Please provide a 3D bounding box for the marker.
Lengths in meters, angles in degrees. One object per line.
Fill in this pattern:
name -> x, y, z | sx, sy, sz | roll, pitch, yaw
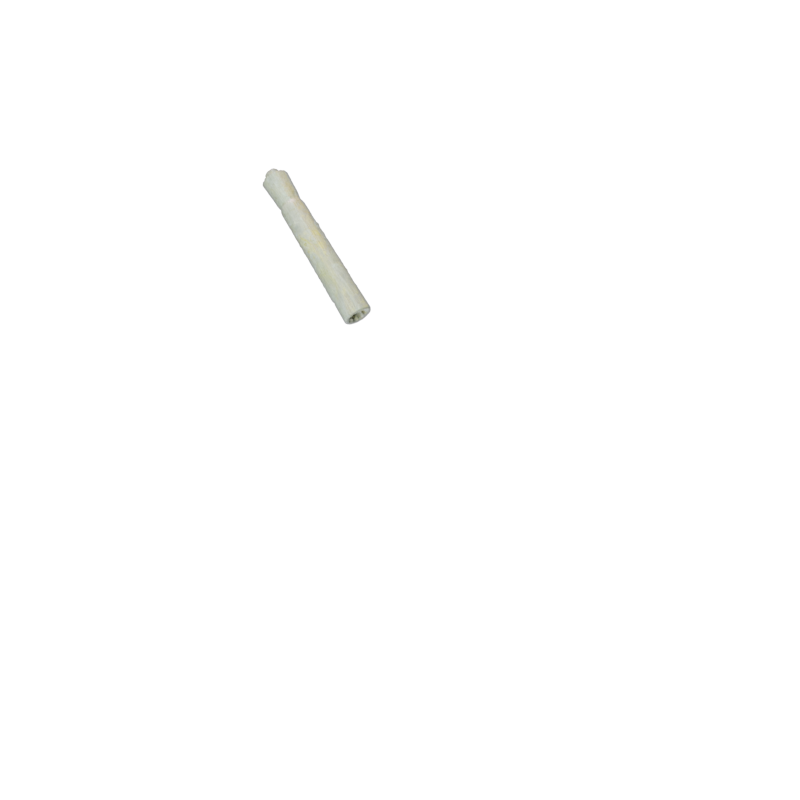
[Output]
marker -> -0.057, -0.103, 0.722 | 0.020, 0.128, 0.019 | -25, -24, -13
